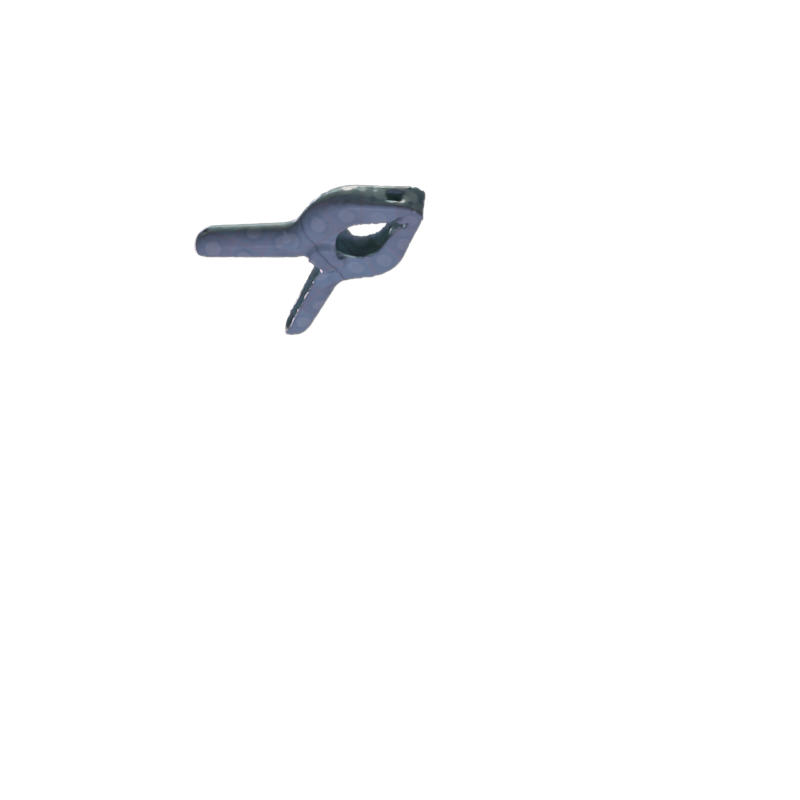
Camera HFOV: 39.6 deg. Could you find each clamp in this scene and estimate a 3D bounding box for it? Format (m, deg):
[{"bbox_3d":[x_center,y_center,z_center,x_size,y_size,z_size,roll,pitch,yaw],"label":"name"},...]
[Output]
[{"bbox_3d":[-0.063,-0.115,0.803,0.170,0.042,0.113,-32,-48,33],"label":"clamp"}]
